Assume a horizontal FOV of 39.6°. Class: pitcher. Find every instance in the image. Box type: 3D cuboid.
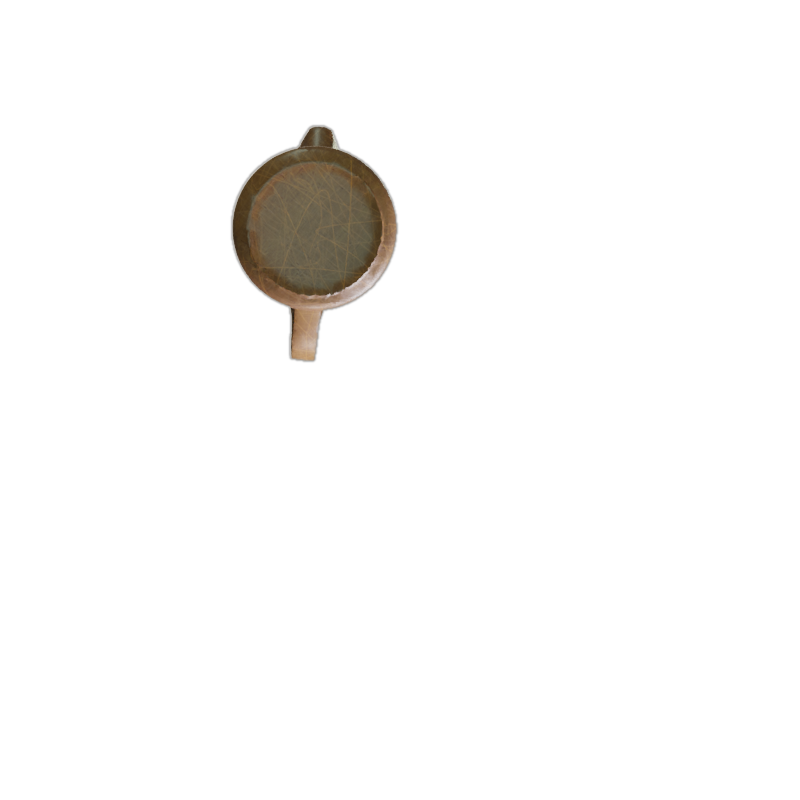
[{"bbox_3d":[-0.065,-0.119,0.831,0.145,0.148,0.246,-39,8,2],"label":"pitcher"}]
